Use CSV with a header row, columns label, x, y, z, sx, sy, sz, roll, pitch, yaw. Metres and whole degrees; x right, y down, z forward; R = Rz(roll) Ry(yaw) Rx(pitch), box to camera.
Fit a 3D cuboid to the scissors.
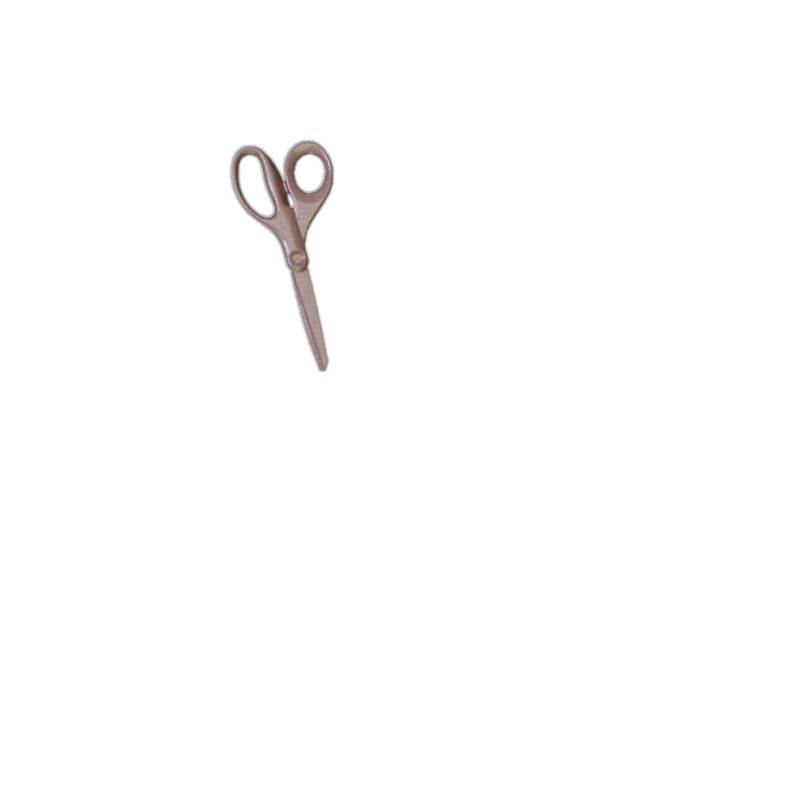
label,x,y,z,sx,sy,sz,roll,pitch,yaw
scissors,-0.074,-0.135,0.947,0.096,0.206,0.015,-29,-8,-5
